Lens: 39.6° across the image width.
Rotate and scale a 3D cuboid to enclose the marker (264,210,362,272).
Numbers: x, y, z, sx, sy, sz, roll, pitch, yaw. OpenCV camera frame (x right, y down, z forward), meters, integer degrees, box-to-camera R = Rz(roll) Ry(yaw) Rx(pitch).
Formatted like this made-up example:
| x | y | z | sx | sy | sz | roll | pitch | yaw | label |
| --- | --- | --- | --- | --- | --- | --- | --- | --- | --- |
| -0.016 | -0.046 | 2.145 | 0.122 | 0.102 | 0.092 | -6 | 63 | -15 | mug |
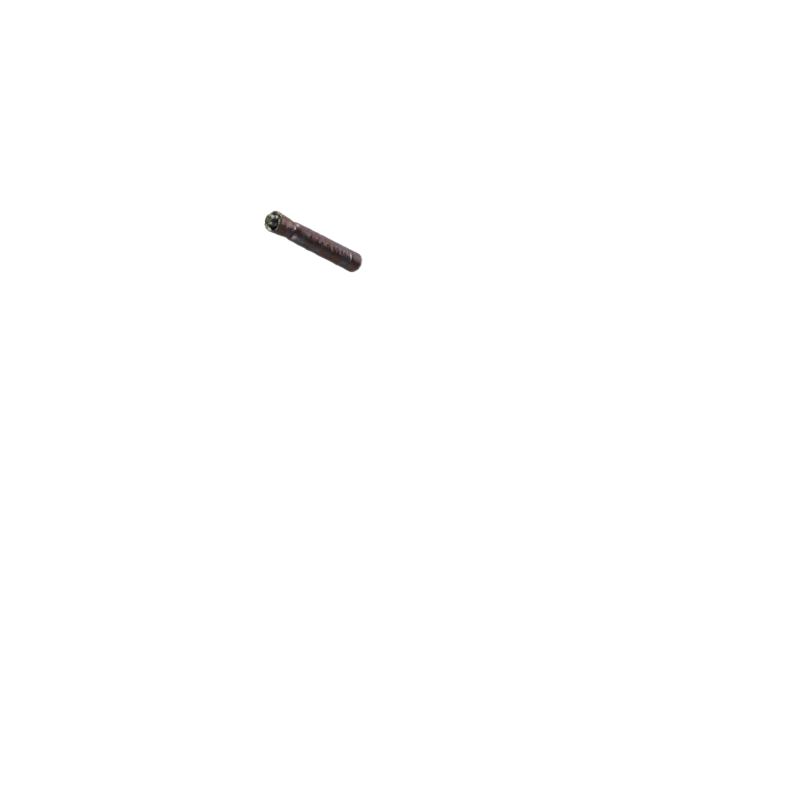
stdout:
| x | y | z | sx | sy | sz | roll | pitch | yaw | label |
| --- | --- | --- | --- | --- | --- | --- | --- | --- | --- |
| -0.076 | -0.139 | 0.972 | 0.021 | 0.020 | 0.113 | 3 | -11 | 39 | marker |
